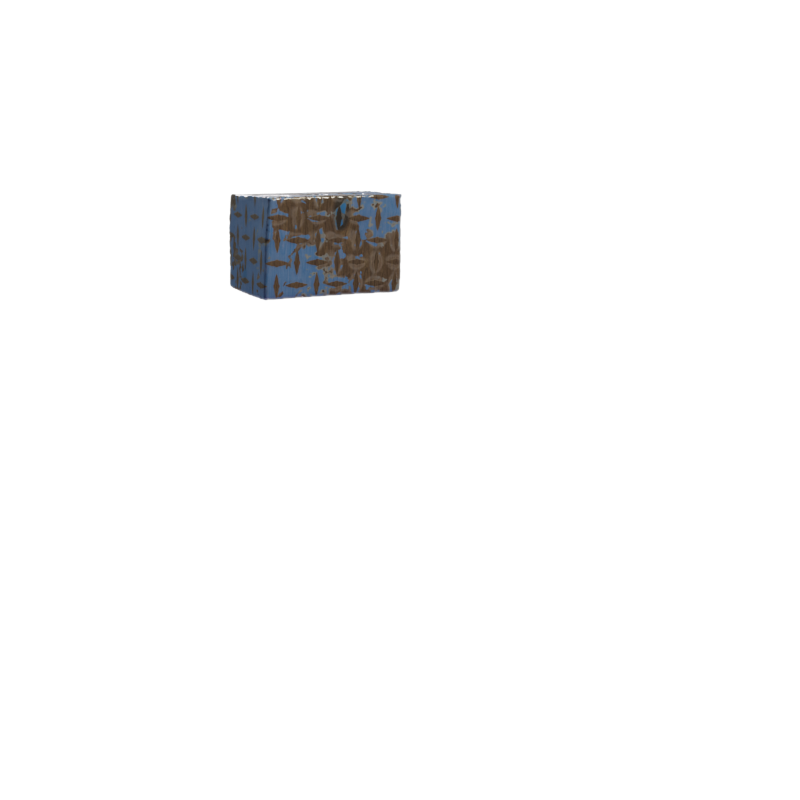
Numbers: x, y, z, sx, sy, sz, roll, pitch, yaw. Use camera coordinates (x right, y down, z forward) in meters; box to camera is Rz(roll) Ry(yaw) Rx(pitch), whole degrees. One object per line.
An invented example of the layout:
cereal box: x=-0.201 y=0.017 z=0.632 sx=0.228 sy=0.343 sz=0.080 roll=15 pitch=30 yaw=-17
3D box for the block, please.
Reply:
block: x=-0.045 y=-0.083 z=0.581 sx=0.076 sy=0.050 sz=0.055 roll=-6 pitch=11 yaw=-27
